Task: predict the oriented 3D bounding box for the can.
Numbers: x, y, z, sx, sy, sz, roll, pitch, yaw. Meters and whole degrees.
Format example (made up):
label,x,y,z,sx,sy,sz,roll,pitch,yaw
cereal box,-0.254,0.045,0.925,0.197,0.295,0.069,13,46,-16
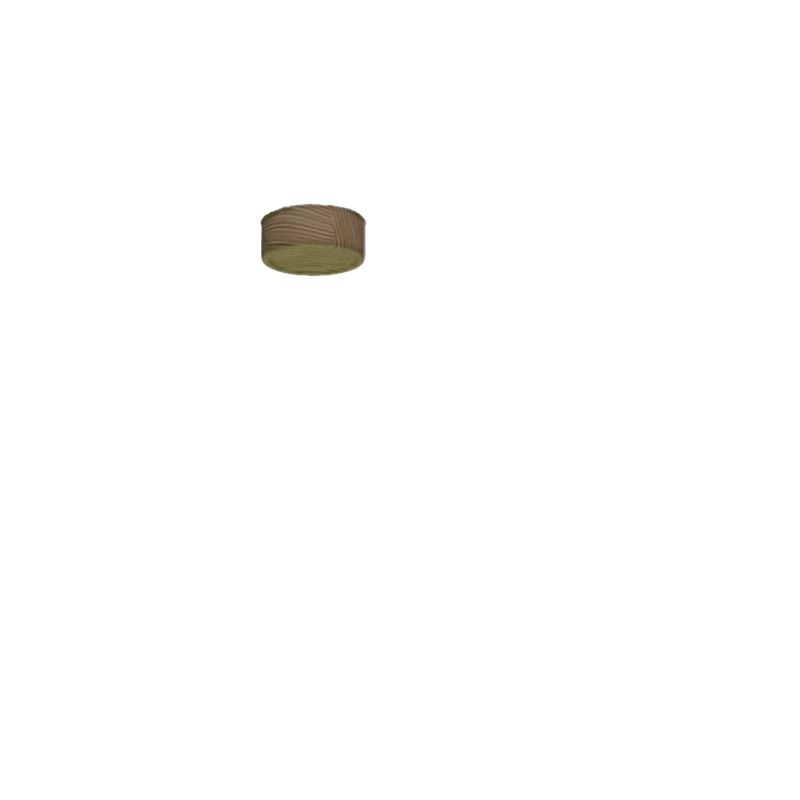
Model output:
label,x,y,z,sx,sy,sz,roll,pitch,yaw
can,-0.070,-0.128,0.896,0.086,0.035,0.083,0,-12,-2
